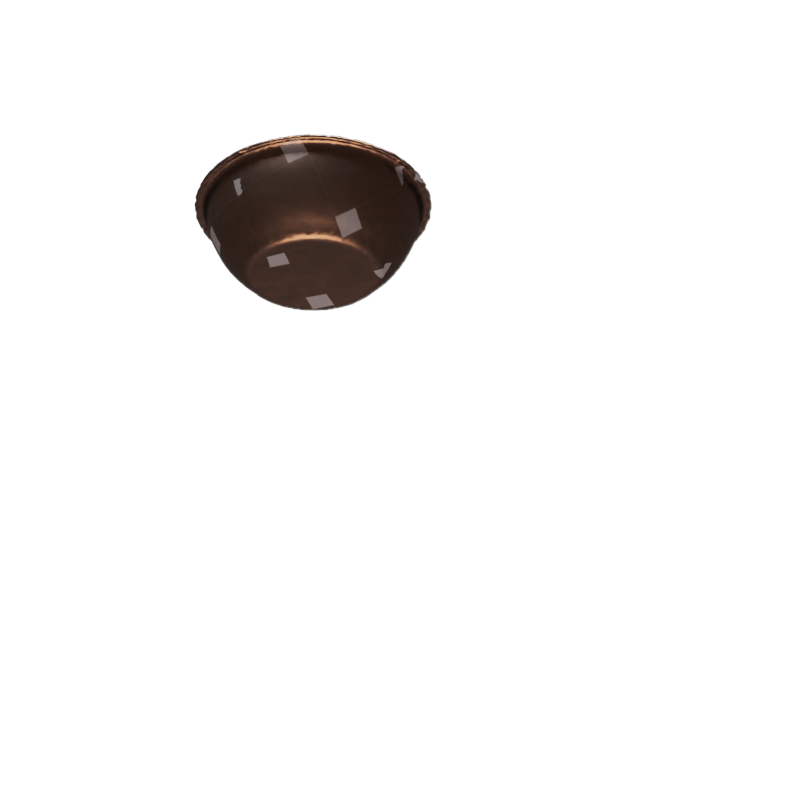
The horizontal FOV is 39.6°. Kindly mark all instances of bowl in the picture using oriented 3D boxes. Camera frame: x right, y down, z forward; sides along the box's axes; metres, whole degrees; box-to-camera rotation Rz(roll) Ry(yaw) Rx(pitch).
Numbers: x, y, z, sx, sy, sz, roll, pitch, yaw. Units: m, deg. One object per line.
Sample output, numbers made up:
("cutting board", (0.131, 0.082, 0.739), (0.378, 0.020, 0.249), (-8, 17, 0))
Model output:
("bowl", (-0.058, -0.106, 0.744), (0.162, 0.059, 0.152), (1, -29, -2))
